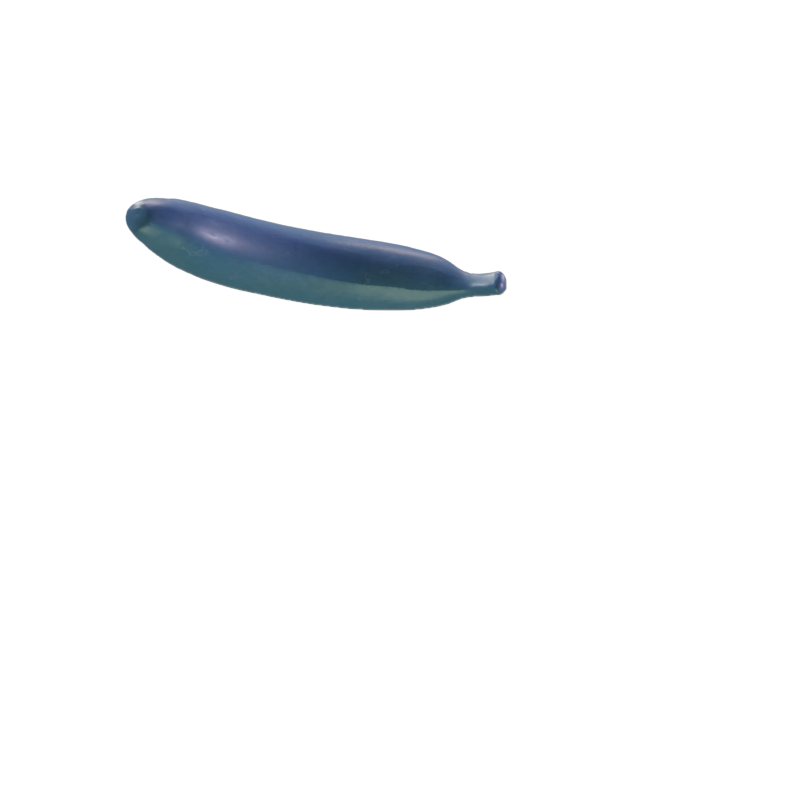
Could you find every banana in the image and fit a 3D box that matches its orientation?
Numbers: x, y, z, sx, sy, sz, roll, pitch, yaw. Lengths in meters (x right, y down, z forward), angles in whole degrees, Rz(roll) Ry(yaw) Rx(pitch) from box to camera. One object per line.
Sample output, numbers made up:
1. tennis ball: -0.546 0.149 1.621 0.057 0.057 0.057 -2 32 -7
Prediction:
1. banana: -0.047 -0.073 0.564 0.191 0.038 0.069 6 -18 -22
